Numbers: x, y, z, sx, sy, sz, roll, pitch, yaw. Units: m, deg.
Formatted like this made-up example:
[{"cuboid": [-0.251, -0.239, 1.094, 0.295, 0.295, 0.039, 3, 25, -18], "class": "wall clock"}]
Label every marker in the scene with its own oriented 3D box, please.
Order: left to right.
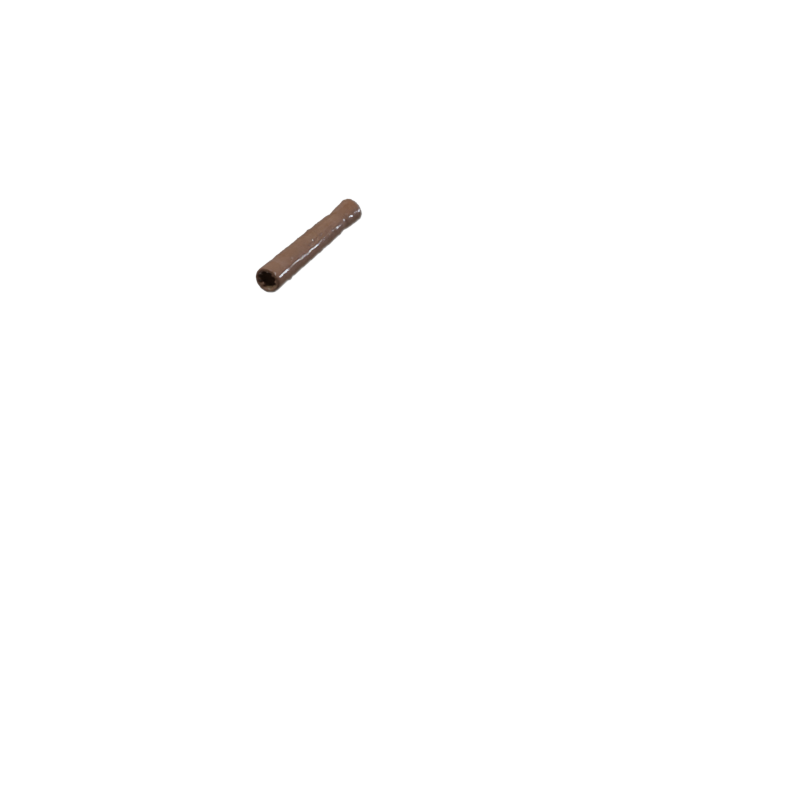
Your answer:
[{"cuboid": [-0.061, -0.111, 0.780, 0.020, 0.019, 0.124, 2, 32, 31], "class": "marker"}]
